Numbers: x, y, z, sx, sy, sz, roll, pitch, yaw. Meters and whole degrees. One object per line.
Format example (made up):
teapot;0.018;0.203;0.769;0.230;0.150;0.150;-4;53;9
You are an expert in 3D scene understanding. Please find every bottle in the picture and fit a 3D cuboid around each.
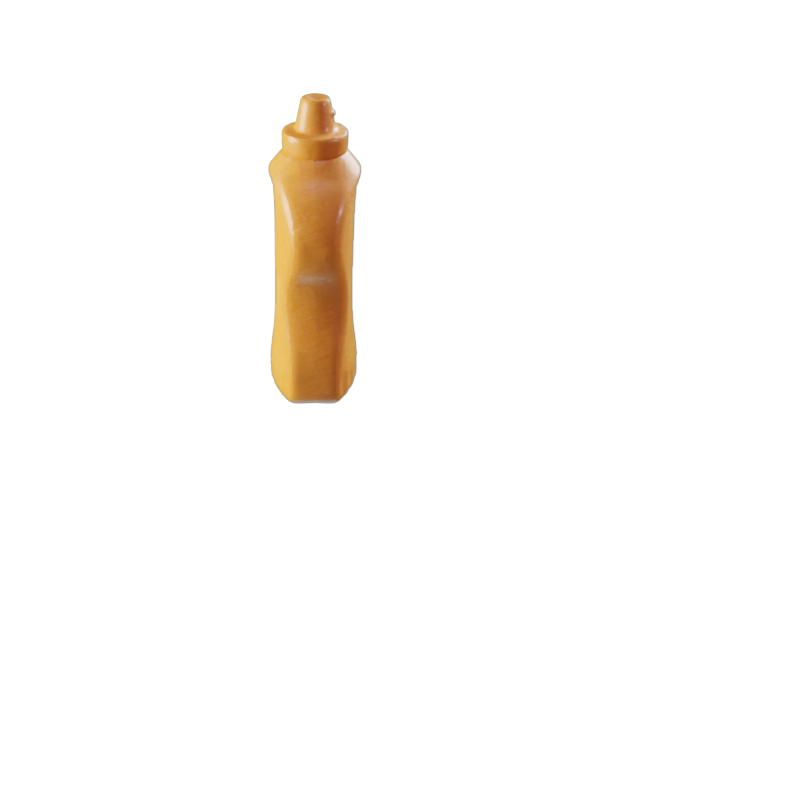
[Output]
bottle;-0.055;-0.101;0.707;0.058;0.181;0.102;1;27;-2
